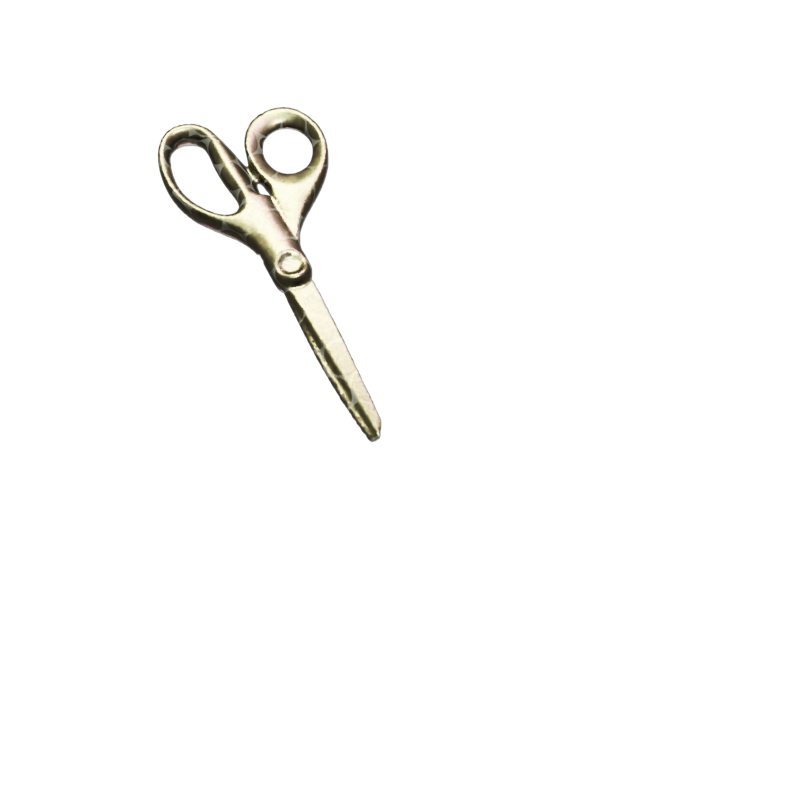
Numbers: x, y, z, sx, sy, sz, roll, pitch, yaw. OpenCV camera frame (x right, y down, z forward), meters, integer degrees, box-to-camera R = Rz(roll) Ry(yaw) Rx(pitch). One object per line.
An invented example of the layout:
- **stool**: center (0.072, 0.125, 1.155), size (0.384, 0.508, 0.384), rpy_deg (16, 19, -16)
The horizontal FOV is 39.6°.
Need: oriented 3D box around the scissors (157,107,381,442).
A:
- **scissors**: center (-0.043, -0.078, 0.546), size (0.097, 0.214, 0.015), rpy_deg (-34, -27, -20)
